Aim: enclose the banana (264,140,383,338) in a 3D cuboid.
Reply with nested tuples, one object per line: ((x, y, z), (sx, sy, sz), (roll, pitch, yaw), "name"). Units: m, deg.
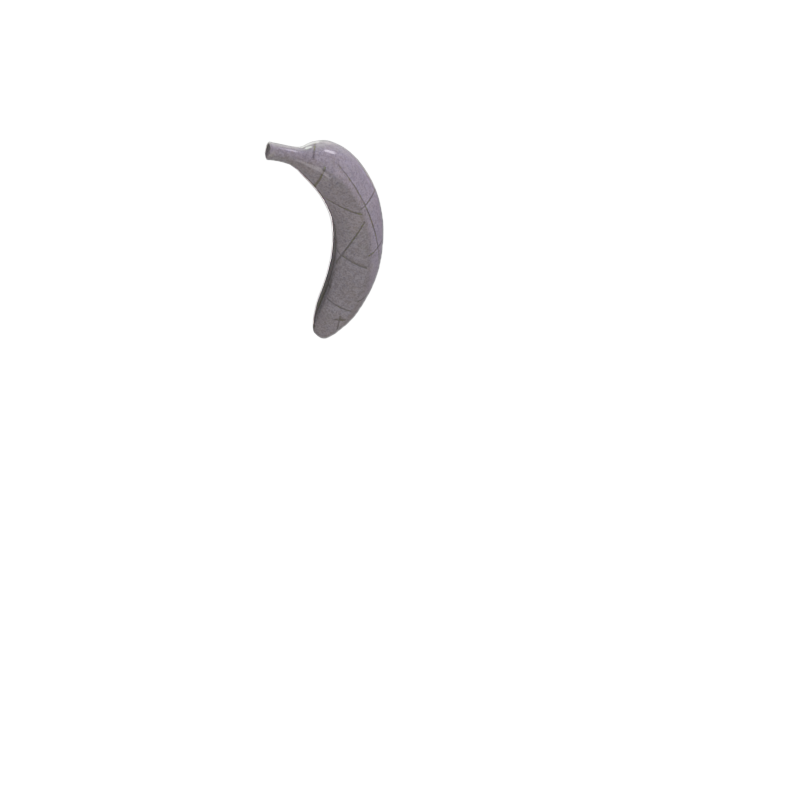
((-0.046, -0.120, 0.806), (0.070, 0.039, 0.183), (-6, -44, 6), "banana")
